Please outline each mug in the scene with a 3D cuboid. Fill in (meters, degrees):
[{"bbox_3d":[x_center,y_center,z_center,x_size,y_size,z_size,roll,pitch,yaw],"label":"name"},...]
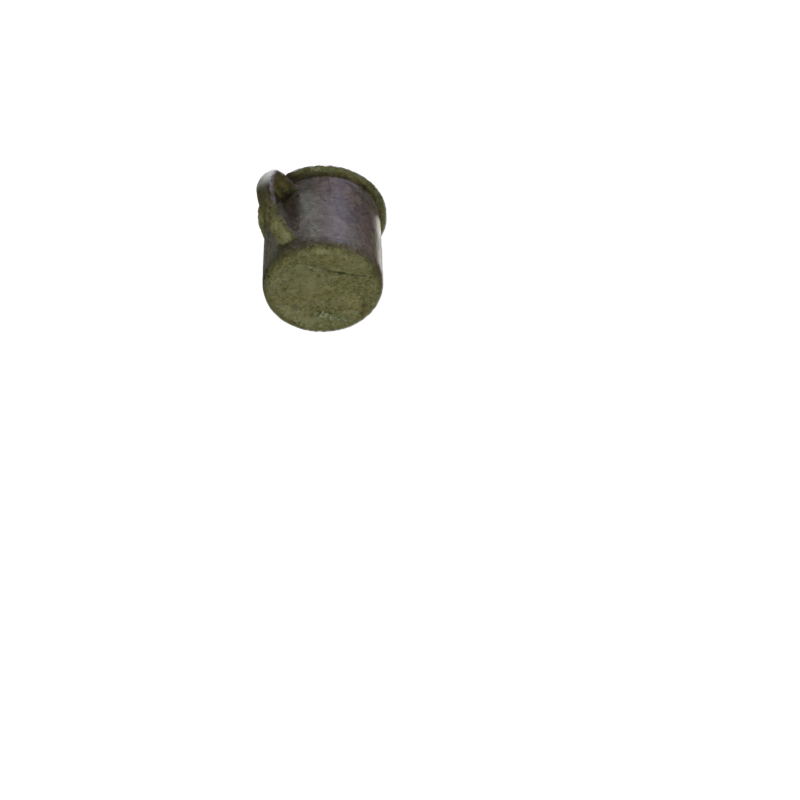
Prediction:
[{"bbox_3d":[-0.060,-0.109,0.762,0.093,0.087,0.109,-24,-50,20],"label":"mug"}]
